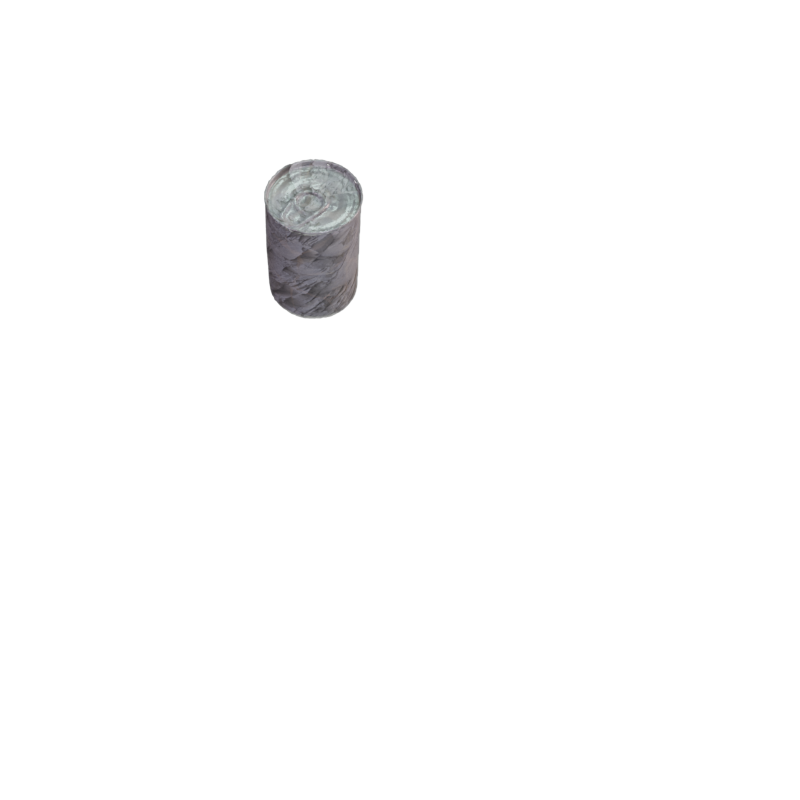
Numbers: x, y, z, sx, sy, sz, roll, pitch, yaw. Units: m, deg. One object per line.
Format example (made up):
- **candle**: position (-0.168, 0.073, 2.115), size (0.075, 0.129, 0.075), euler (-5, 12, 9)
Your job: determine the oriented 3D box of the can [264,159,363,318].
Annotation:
- **can**: position (-0.062, -0.114, 0.798), size (0.068, 0.073, 0.095), euler (0, -35, -3)
